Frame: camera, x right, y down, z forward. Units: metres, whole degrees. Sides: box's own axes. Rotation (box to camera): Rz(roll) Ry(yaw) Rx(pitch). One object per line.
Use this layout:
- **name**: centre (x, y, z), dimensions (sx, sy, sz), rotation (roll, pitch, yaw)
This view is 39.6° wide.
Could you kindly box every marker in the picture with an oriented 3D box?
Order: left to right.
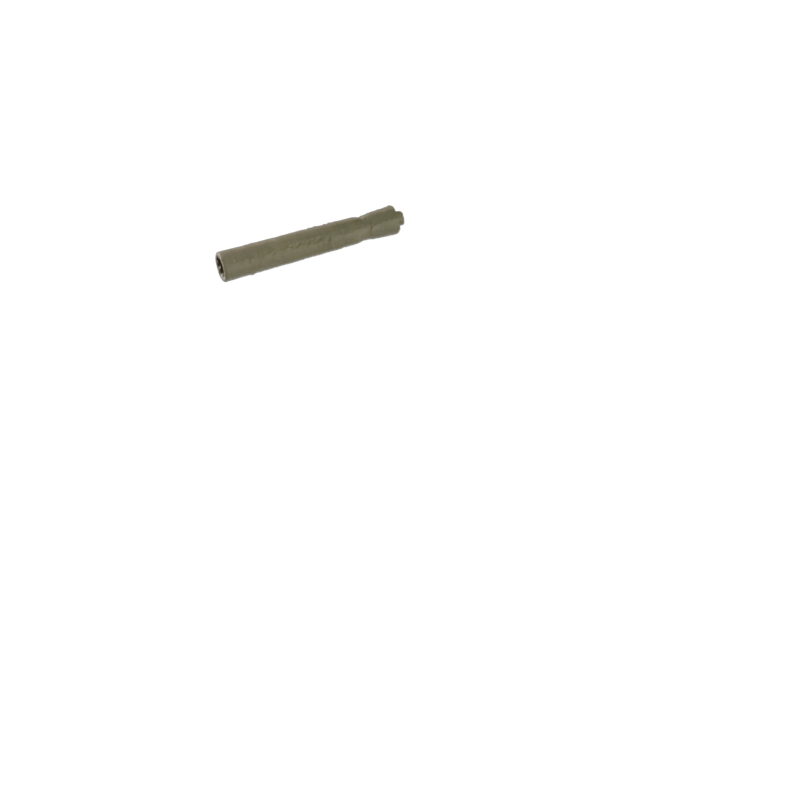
- **marker**: centre (-0.053, -0.097, 0.677), dimensions (0.120, 0.019, 0.020), rotation (-18, 10, -18)
